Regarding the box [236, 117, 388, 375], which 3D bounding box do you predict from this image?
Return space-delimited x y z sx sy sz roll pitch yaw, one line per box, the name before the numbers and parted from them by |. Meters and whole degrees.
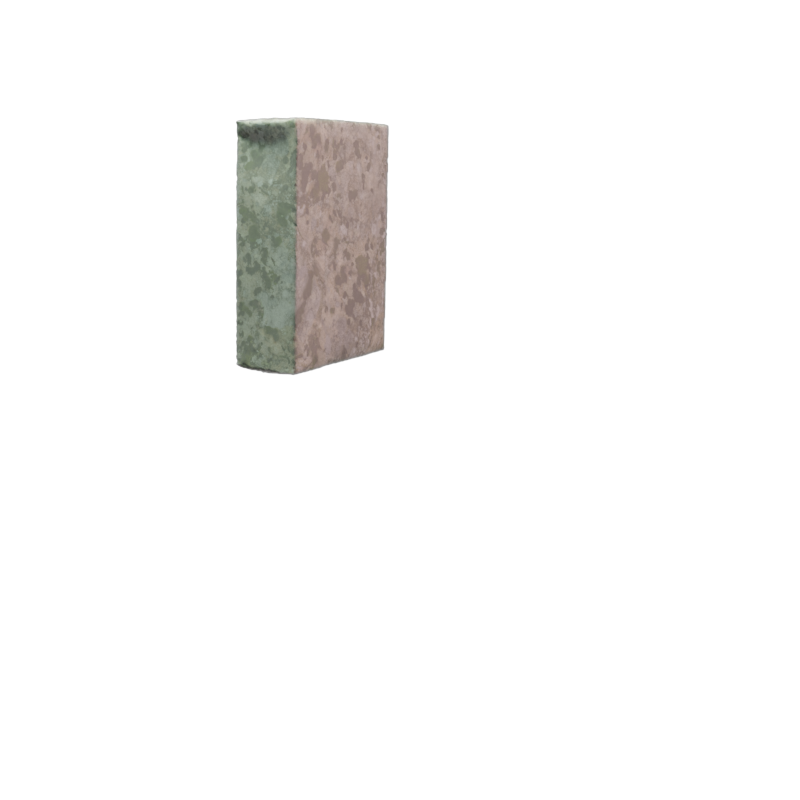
box | -0.077 -0.141 0.987 0.074 0.212 0.160 3 7 28
